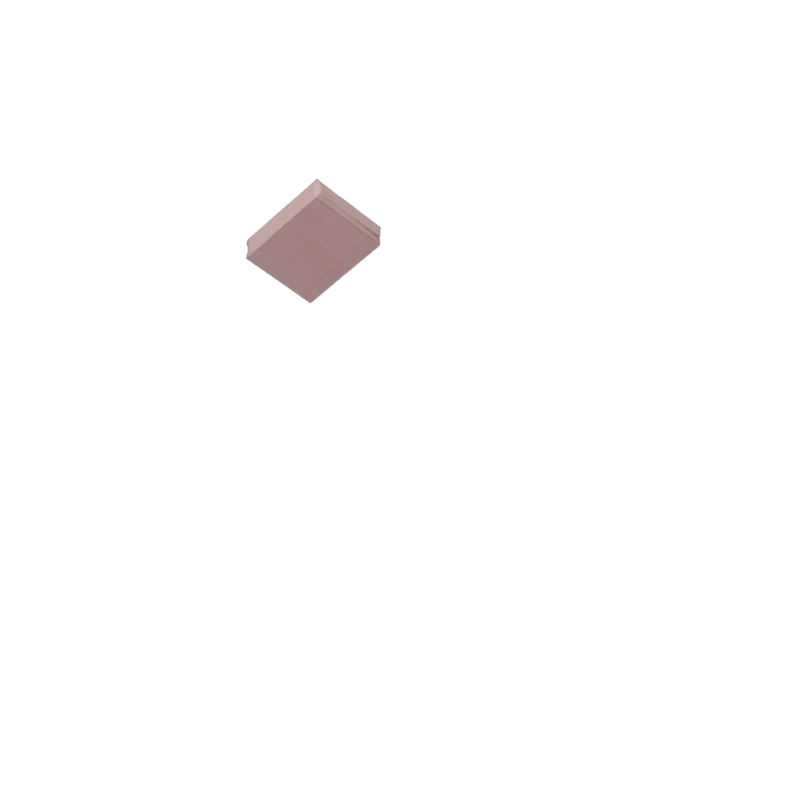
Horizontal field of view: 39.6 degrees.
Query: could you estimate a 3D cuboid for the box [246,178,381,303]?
[{"bbox_3d":[-0.072,-0.131,0.916,0.069,0.032,0.088,36,-58,-28],"label":"box"}]
